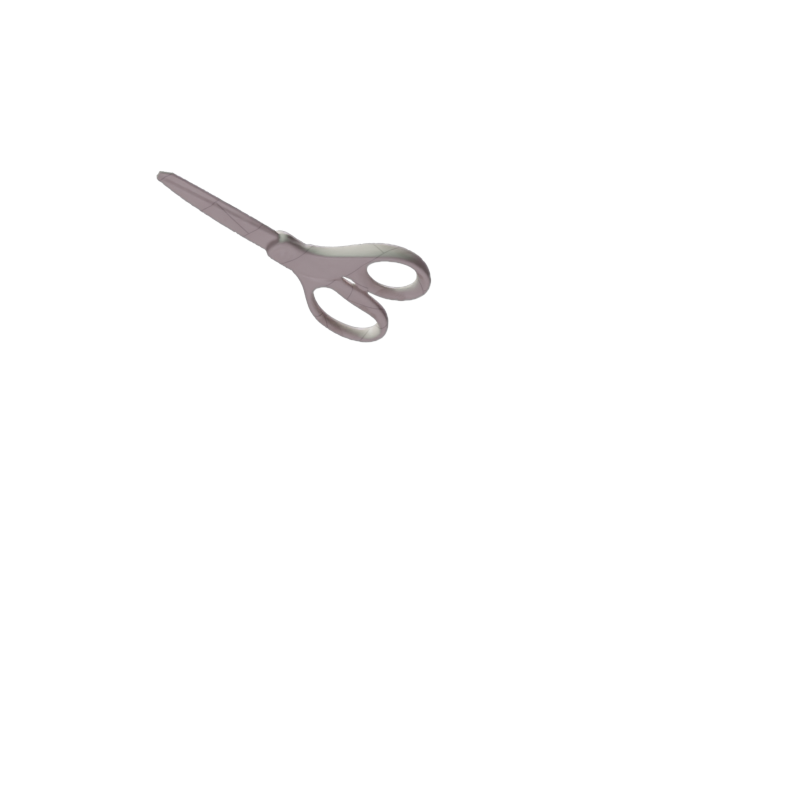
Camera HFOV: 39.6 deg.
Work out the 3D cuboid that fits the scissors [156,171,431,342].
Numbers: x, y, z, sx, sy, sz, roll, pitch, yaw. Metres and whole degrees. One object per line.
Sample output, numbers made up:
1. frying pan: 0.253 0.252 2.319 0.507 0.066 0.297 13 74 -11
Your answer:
1. scissors: -0.056 -0.102 0.712 0.097 0.017 0.187 -23 -46 25
